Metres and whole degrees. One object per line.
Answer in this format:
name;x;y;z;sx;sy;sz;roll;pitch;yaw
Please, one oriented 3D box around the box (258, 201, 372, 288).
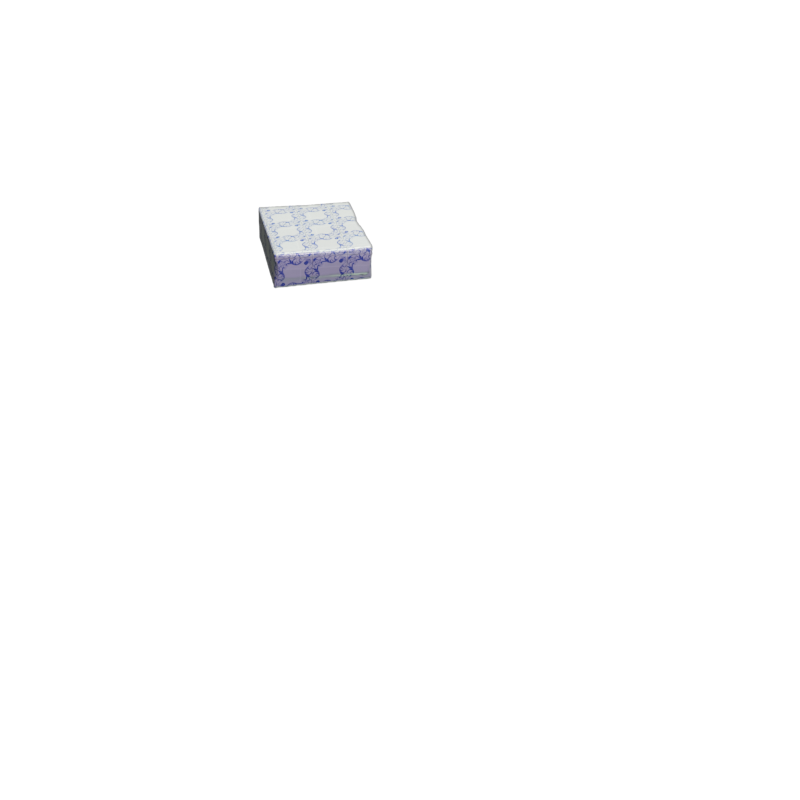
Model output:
box;-0.065;-0.119;0.834;0.072;0.028;0.096;-6;31;-10
